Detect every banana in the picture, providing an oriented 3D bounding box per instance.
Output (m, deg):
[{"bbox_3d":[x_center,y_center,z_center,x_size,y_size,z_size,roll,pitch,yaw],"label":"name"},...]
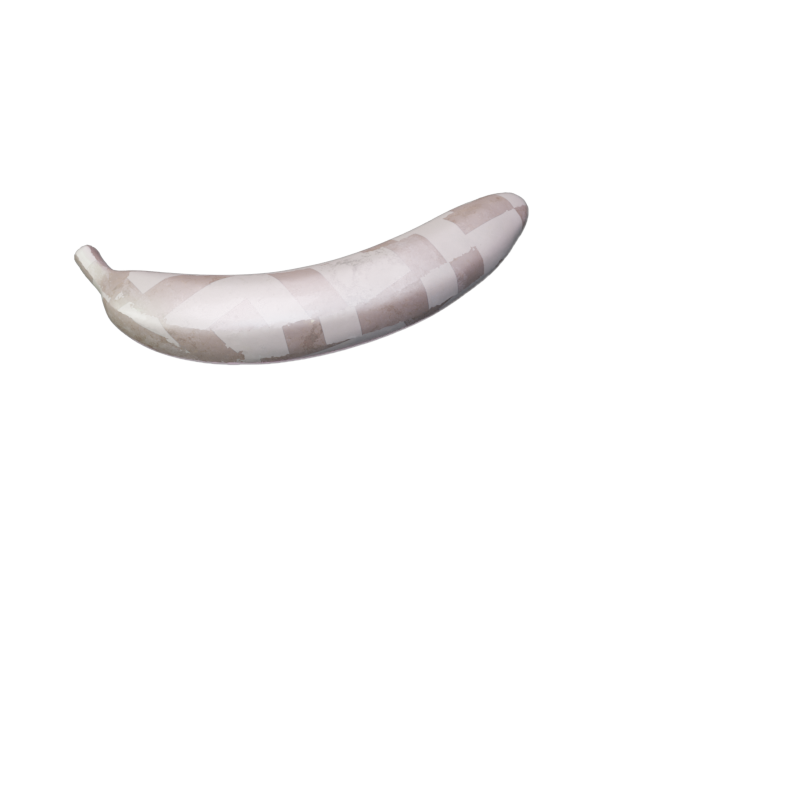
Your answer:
[{"bbox_3d":[-0.038,-0.049,0.460,0.197,0.074,0.035,-6,-27,-4],"label":"banana"}]
